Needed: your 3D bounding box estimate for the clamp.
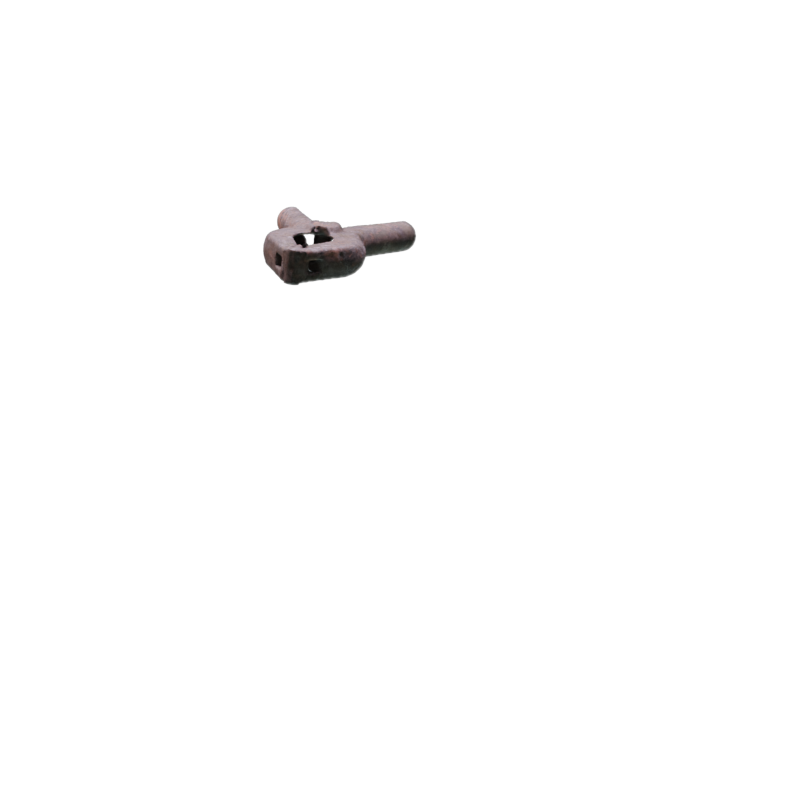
[{"bbox_3d":[-0.070,-0.127,0.889,0.124,0.038,0.171,6,17,22],"label":"clamp"}]
